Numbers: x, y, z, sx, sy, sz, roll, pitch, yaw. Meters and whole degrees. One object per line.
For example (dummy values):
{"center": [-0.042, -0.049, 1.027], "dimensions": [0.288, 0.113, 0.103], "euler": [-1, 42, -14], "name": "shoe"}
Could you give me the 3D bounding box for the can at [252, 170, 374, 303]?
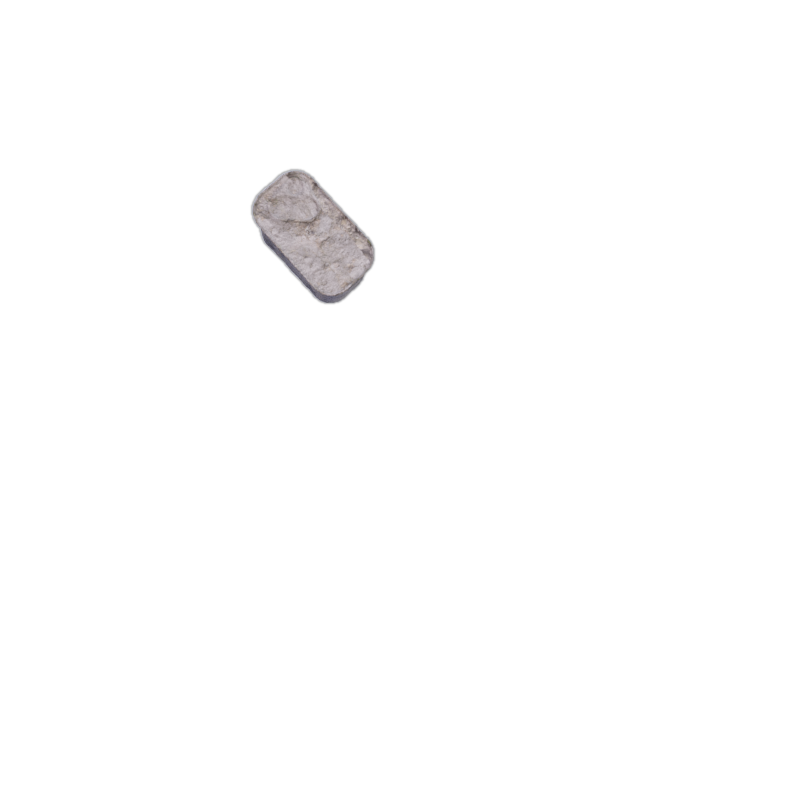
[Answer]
{"center": [-0.070, -0.128, 0.895], "dimensions": [0.058, 0.104, 0.082], "euler": [-42, -4, -5], "name": "can"}
